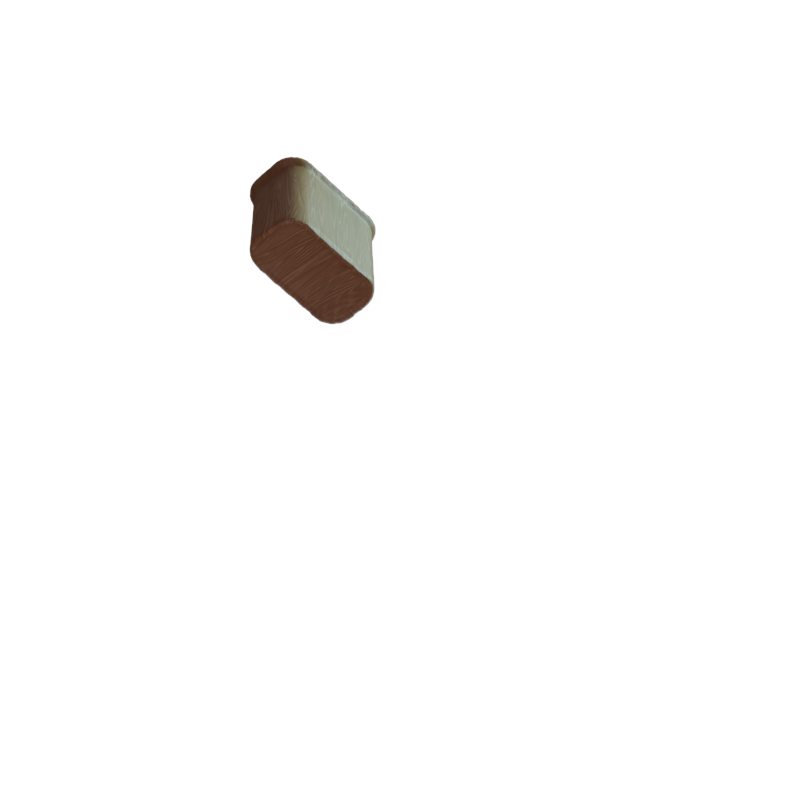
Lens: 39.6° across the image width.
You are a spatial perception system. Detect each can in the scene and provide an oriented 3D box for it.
[{"bbox_3d":[-0.064,-0.116,0.816,0.057,0.090,0.096,-38,-60,23],"label":"can"}]
